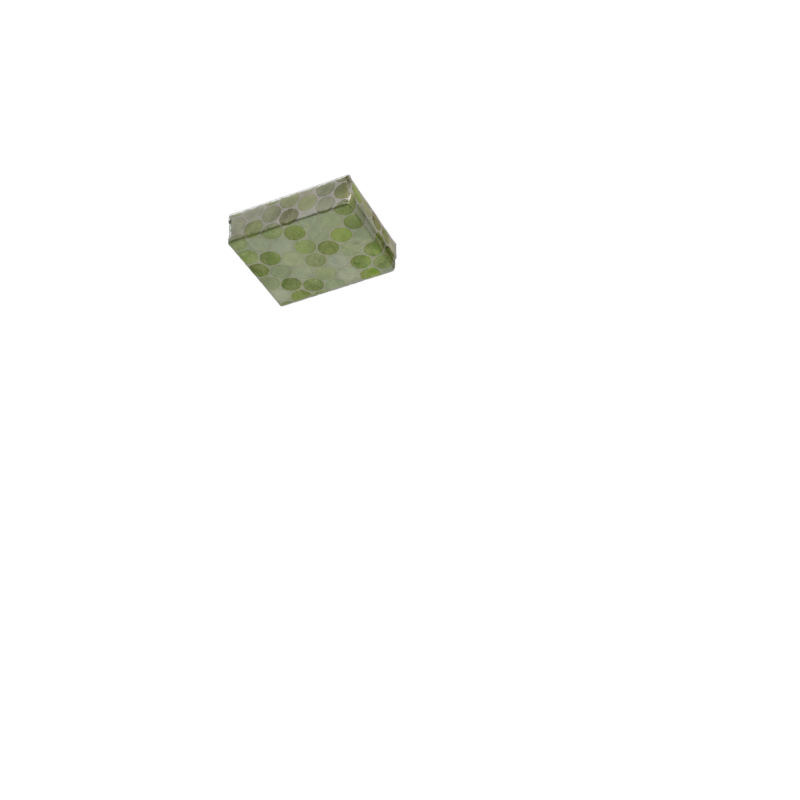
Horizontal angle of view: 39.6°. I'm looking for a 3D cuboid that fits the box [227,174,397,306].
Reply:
[{"bbox_3d":[-0.057,-0.104,0.725,0.090,0.032,0.067,-16,-39,20],"label":"box"}]
